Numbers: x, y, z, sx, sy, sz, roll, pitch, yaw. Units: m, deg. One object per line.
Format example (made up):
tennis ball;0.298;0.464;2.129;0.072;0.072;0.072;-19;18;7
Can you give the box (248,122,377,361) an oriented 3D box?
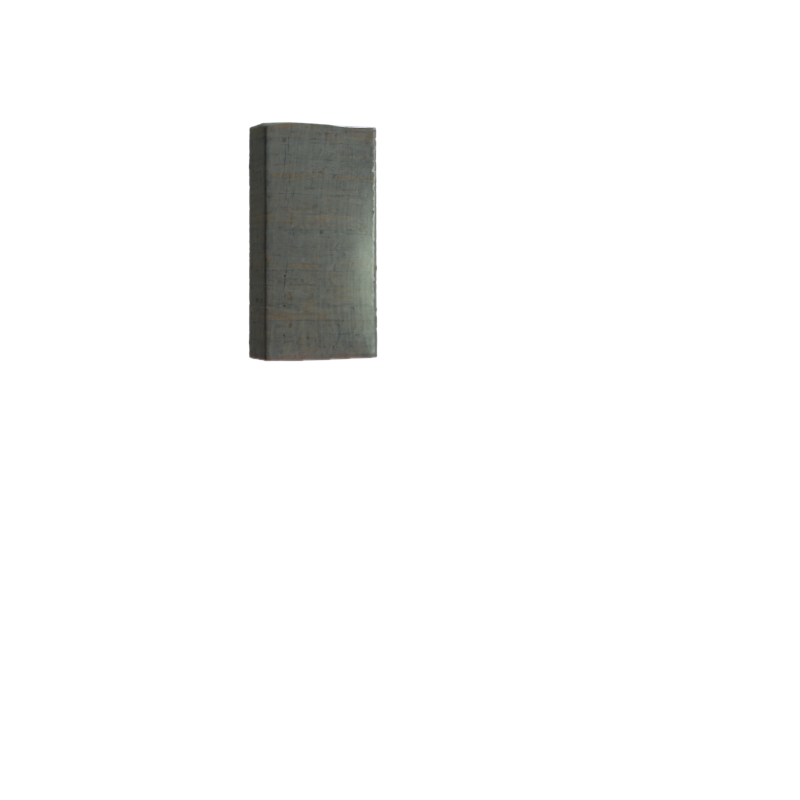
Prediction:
box;-0.066;-0.120;0.838;0.091;0.176;0.049;-1;1;-23
